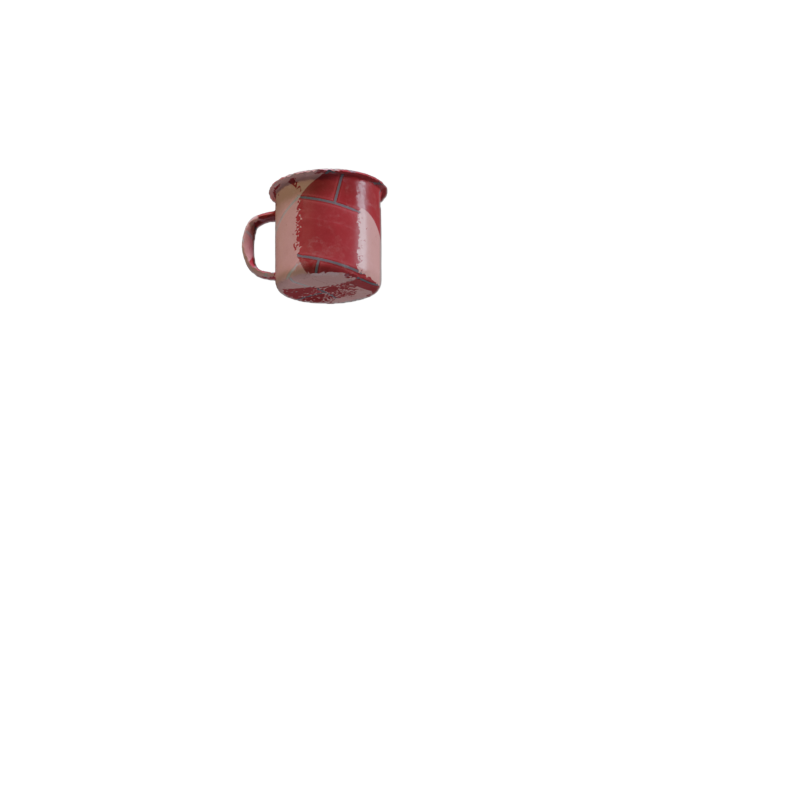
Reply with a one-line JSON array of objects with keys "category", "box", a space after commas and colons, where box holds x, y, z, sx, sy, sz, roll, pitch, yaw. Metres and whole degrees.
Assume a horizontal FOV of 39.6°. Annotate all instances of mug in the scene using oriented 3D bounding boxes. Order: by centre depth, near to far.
[{"category": "mug", "box": [-0.067, -0.122, 0.856, 0.119, 0.085, 0.088, -4, -15, 13]}]
